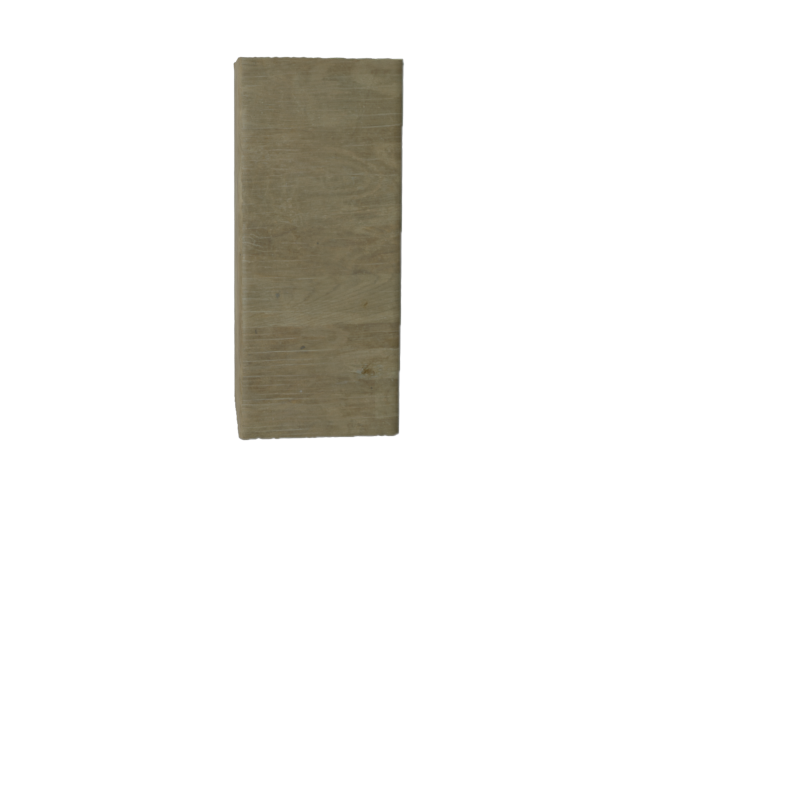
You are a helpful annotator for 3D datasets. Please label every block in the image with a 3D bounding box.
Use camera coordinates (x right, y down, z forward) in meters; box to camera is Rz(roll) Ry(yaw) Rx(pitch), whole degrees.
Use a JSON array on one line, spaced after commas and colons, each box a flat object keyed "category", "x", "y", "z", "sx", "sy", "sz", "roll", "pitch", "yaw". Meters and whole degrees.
[{"category": "block", "x": -0.050, "y": -0.091, "z": 0.638, "sx": 0.090, "sy": 0.203, "sz": 0.093, "roll": -1, "pitch": 8, "yaw": -8}]
